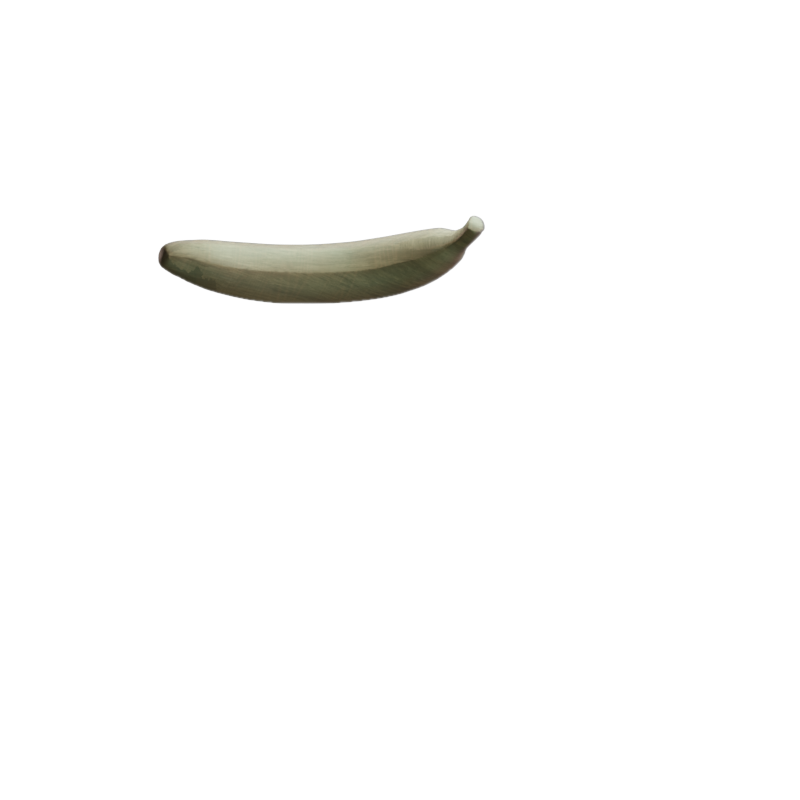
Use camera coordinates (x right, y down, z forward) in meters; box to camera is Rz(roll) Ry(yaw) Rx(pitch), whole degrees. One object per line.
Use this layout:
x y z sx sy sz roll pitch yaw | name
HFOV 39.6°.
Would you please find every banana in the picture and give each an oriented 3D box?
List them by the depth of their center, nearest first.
-0.046 -0.087 0.685 0.199 0.039 0.064 -6 -35 8 | banana
